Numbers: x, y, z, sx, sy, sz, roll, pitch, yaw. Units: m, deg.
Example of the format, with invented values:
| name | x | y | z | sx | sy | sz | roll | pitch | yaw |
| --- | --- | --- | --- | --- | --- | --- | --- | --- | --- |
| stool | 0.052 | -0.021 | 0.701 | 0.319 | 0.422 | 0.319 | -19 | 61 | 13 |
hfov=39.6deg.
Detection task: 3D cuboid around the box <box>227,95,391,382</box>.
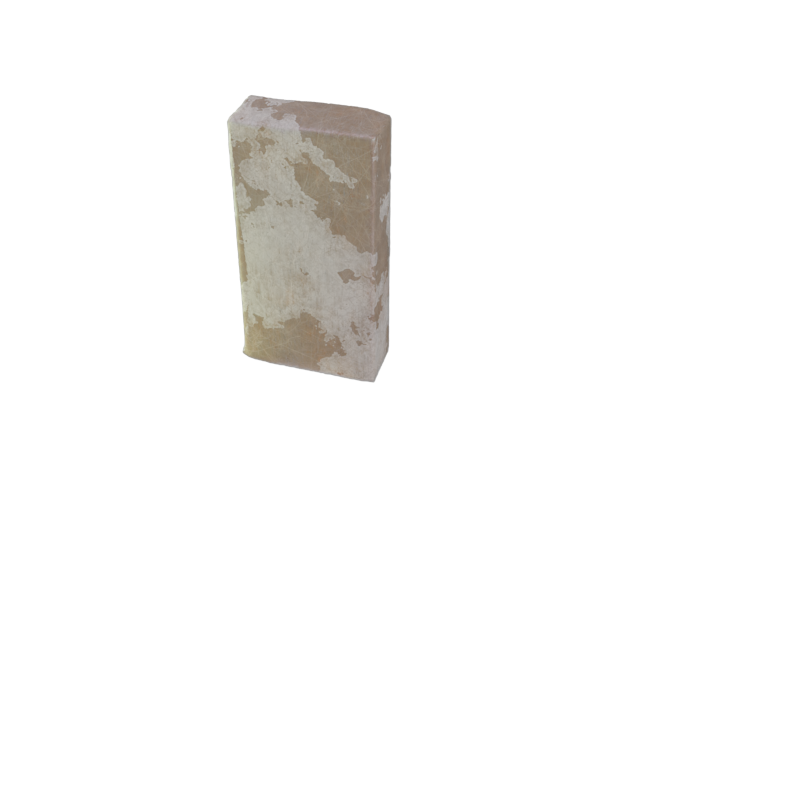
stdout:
| name | x | y | z | sx | sy | sz | roll | pitch | yaw |
| --- | --- | --- | --- | --- | --- | --- | --- | --- | --- |
| box | -0.054 | -0.099 | 0.692 | 0.096 | 0.165 | 0.050 | 11 | 33 | 14 |
